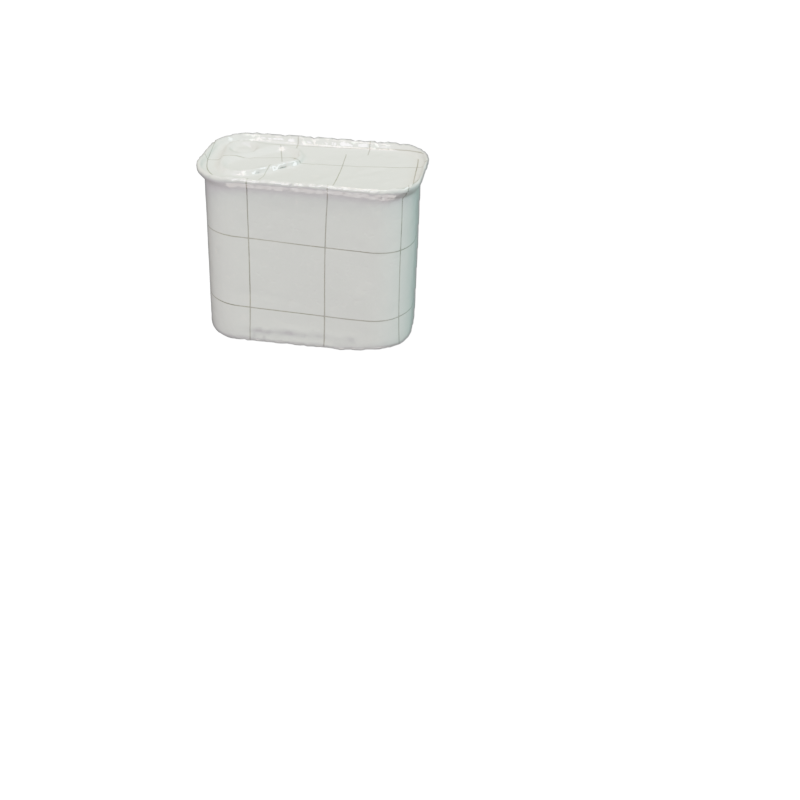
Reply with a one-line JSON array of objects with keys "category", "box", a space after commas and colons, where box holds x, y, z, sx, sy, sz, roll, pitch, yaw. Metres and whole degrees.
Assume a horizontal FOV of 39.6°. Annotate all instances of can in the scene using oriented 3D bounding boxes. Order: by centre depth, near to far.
[{"category": "can", "box": [-0.040, -0.074, 0.515, 0.103, 0.079, 0.060, 6, 30, 9]}]
